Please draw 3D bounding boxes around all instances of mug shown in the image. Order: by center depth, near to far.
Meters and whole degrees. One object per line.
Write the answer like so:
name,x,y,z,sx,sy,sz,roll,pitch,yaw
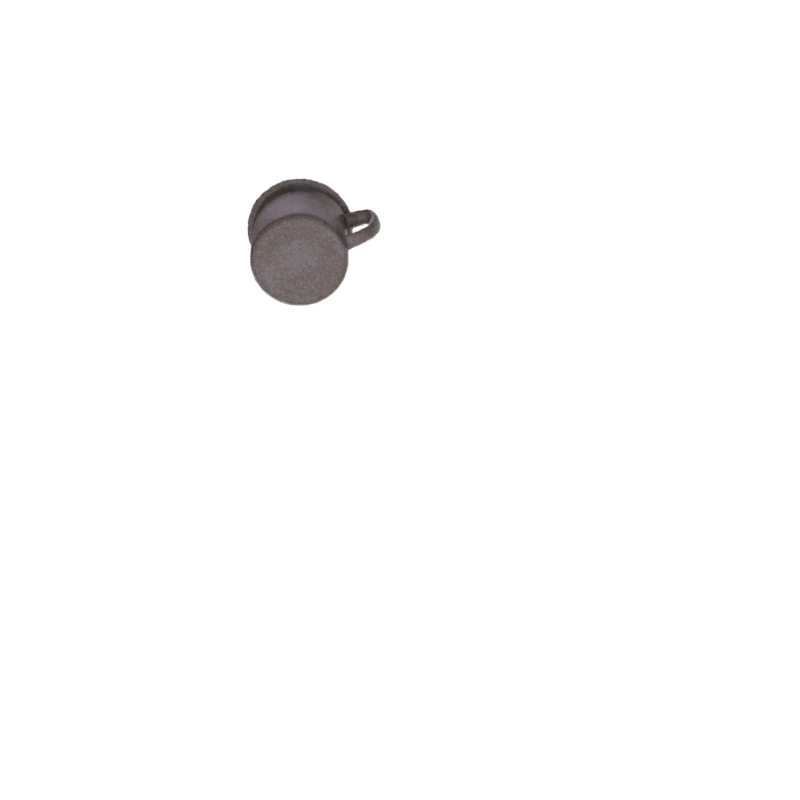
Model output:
mug,-0.073,-0.134,0.939,0.117,0.088,0.086,-13,25,4
